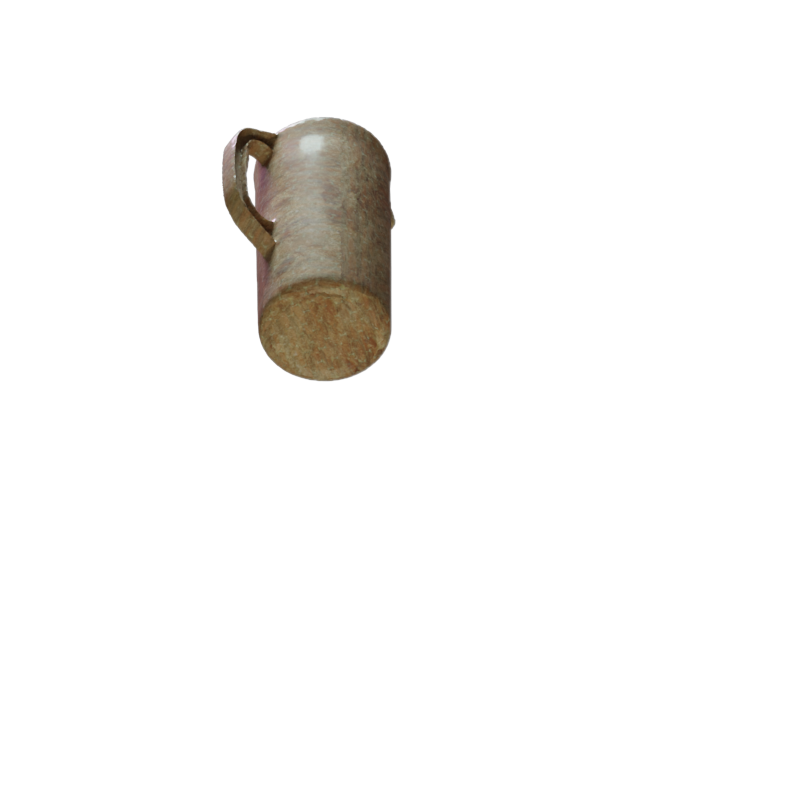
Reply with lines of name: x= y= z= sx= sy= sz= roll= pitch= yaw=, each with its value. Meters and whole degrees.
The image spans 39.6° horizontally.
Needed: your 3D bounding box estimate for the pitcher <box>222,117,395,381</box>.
pitcher: x=-0.076 y=-0.139 z=0.976 sx=0.150 sy=0.134 sz=0.261 roll=-6 pitch=41 yaw=2
